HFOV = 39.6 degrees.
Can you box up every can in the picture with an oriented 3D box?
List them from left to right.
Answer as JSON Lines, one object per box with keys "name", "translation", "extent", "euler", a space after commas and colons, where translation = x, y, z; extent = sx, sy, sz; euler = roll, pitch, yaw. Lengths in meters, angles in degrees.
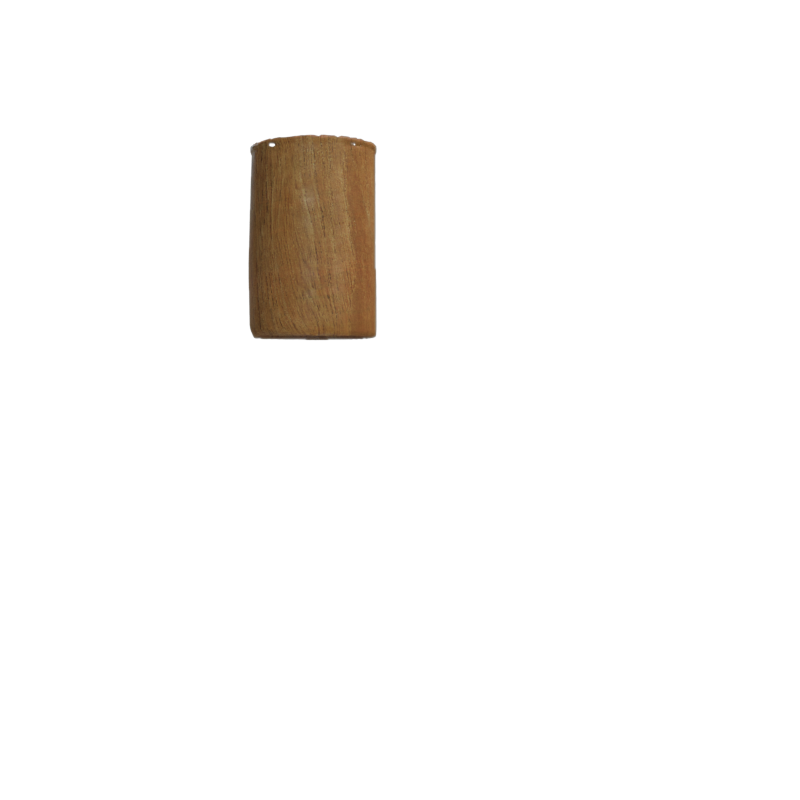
{"name": "can", "translation": [-0.046, -0.084, 0.589], "extent": [0.068, 0.104, 0.068], "euler": [0, -4, -2]}
